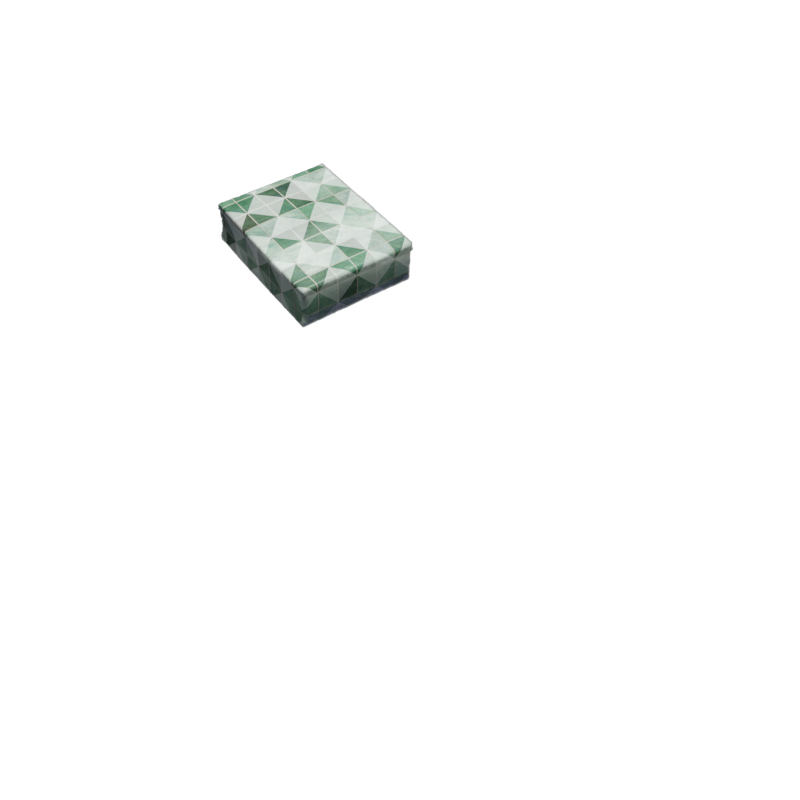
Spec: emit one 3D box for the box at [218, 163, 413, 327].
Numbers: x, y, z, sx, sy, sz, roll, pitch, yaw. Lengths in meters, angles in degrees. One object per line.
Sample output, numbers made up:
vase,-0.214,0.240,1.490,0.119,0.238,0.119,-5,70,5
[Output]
box,-0.060,-0.110,0.769,0.089,0.036,0.122,-25,48,-25
